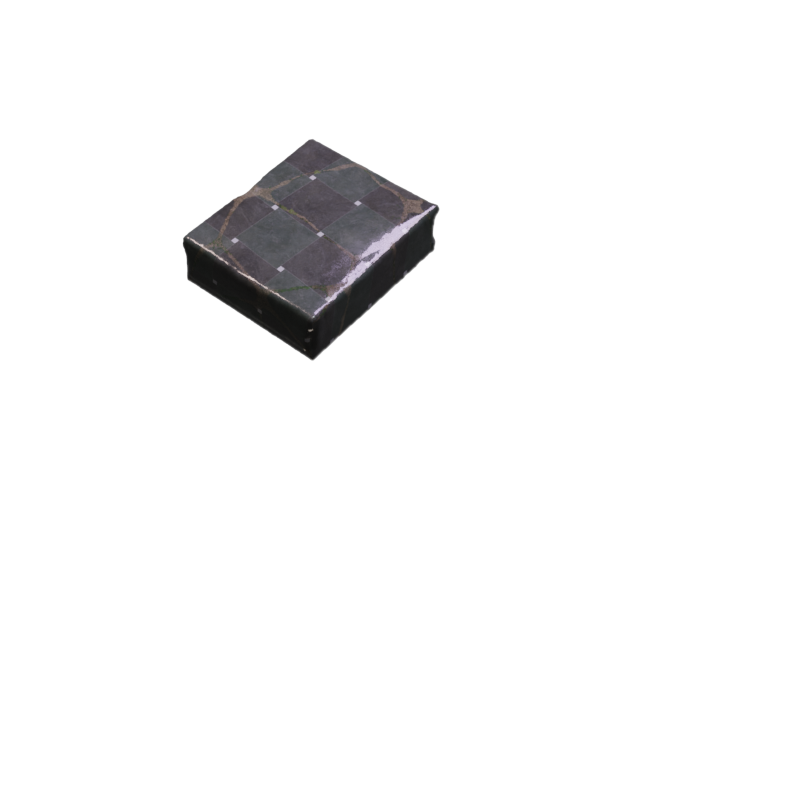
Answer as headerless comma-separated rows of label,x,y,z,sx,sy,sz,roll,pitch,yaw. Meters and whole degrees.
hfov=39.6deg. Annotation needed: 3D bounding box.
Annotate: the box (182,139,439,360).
box,-0.038,-0.069,0.482,0.077,0.028,0.091,31,56,24
